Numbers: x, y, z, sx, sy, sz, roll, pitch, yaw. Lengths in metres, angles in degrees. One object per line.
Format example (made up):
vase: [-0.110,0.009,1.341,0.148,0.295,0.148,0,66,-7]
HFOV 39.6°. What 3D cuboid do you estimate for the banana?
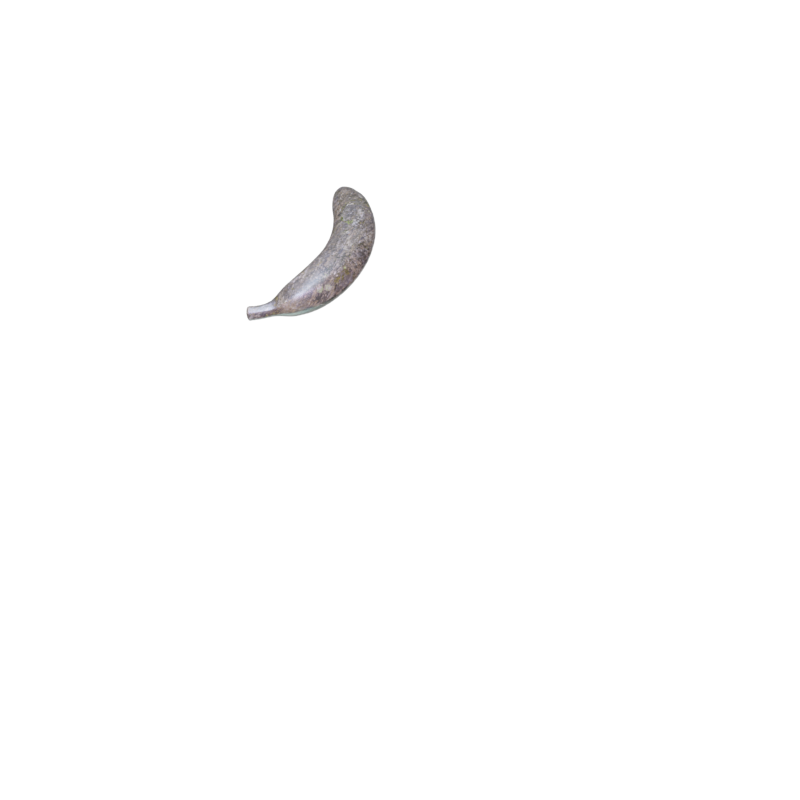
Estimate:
banana: [-0.058,-0.128,0.937,0.072,0.034,0.205,13,41,15]
